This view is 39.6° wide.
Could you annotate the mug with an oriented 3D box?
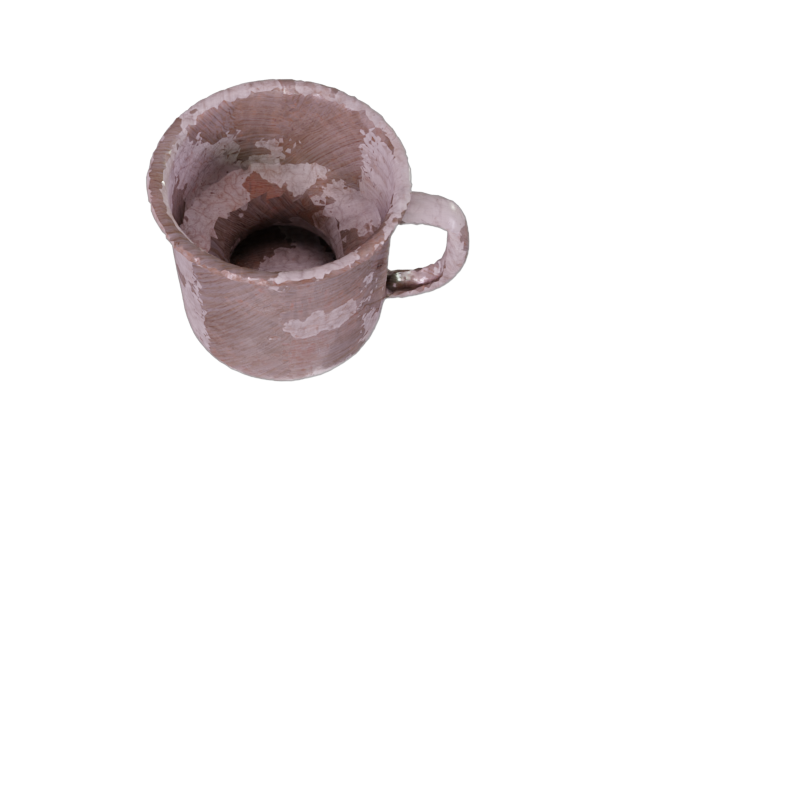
[{"bbox_3d":[-0.033,-0.060,0.420,0.117,0.100,0.076,1,-32,-1],"label":"mug"}]
